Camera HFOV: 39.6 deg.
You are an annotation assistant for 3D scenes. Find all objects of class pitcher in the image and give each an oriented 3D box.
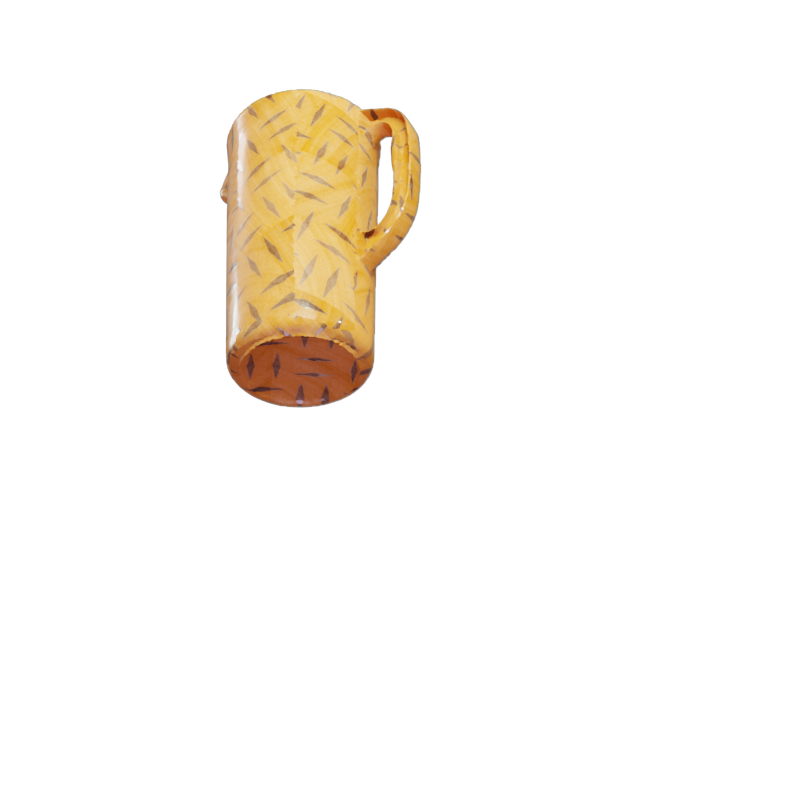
[{"bbox_3d":[-0.068,-0.124,0.871,0.142,0.261,0.142,8,-40,-14],"label":"pitcher"}]
